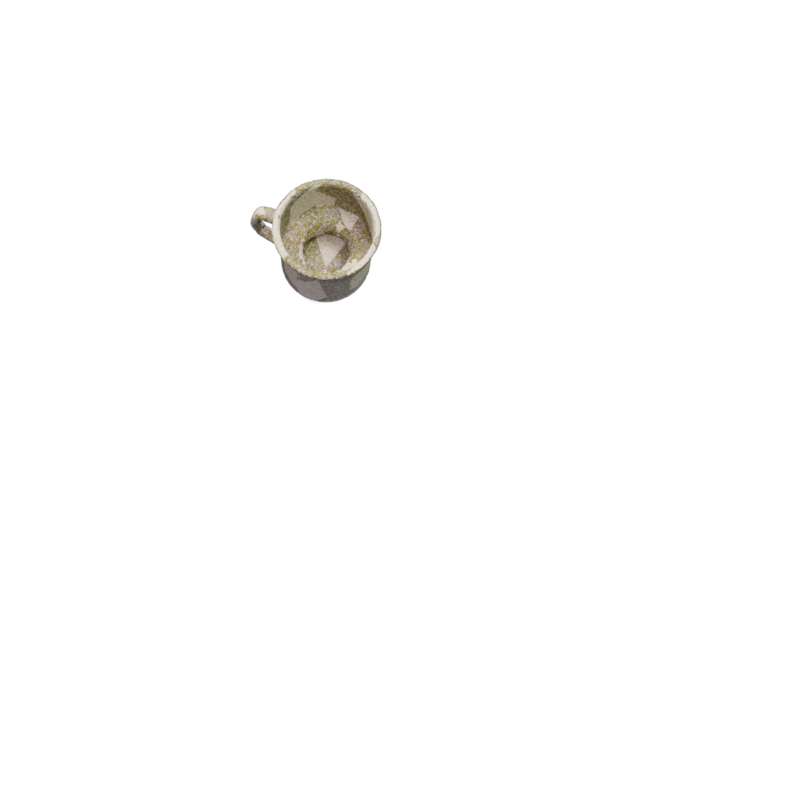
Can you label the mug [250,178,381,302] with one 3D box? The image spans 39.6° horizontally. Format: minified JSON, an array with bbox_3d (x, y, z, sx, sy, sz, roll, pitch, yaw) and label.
[{"bbox_3d":[-0.076,-0.139,0.976,0.118,0.097,0.078,17,-19,5],"label":"mug"}]
